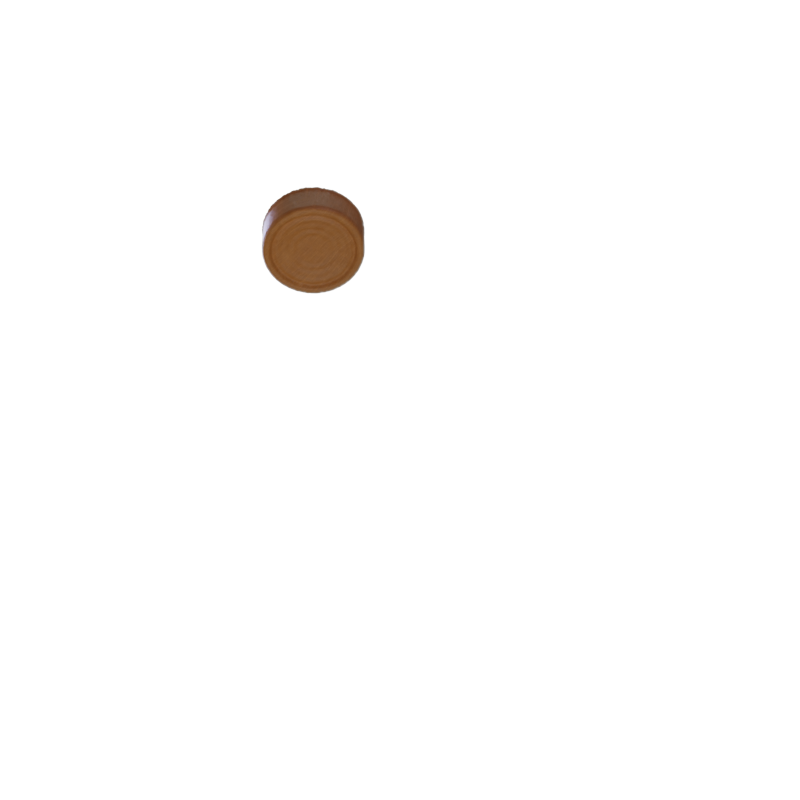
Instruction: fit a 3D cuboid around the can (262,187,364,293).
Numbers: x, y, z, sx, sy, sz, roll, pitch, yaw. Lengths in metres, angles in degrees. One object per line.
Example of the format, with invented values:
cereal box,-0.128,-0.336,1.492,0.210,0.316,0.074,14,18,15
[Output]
can,-0.072,-0.131,0.916,0.086,0.080,0.036,1,36,-1
